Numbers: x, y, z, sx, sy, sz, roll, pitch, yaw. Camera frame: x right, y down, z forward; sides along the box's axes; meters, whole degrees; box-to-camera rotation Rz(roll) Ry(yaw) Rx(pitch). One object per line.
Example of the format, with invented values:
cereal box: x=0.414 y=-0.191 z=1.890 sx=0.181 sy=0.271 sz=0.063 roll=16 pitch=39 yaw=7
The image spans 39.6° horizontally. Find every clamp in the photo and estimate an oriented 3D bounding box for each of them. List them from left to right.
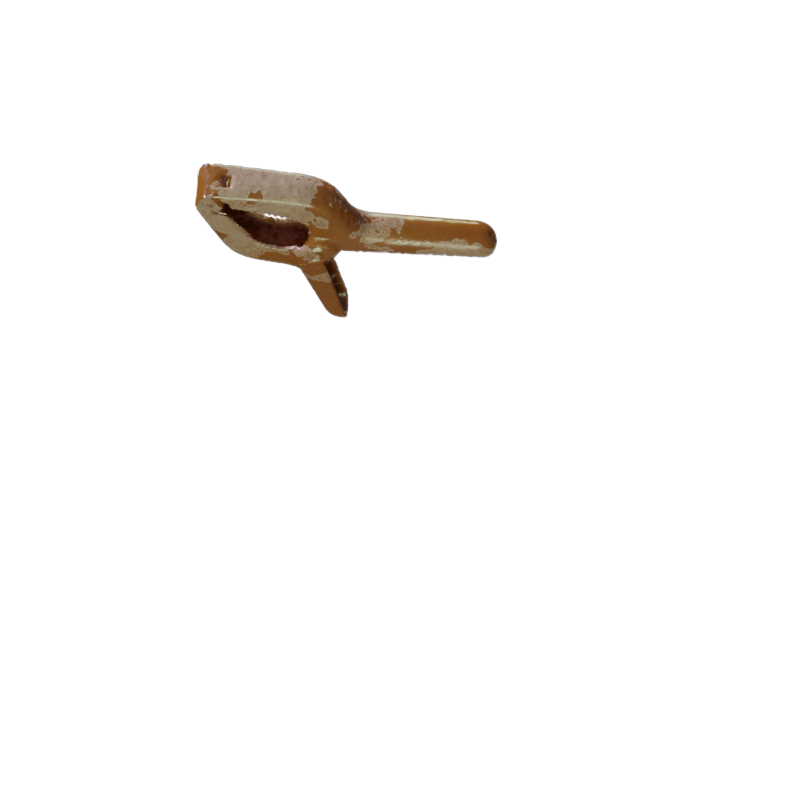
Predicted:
clamp: x=-0.061 y=-0.112 z=0.781 sx=0.199 sy=0.038 sz=0.164 roll=15 pitch=-27 yaw=-33
